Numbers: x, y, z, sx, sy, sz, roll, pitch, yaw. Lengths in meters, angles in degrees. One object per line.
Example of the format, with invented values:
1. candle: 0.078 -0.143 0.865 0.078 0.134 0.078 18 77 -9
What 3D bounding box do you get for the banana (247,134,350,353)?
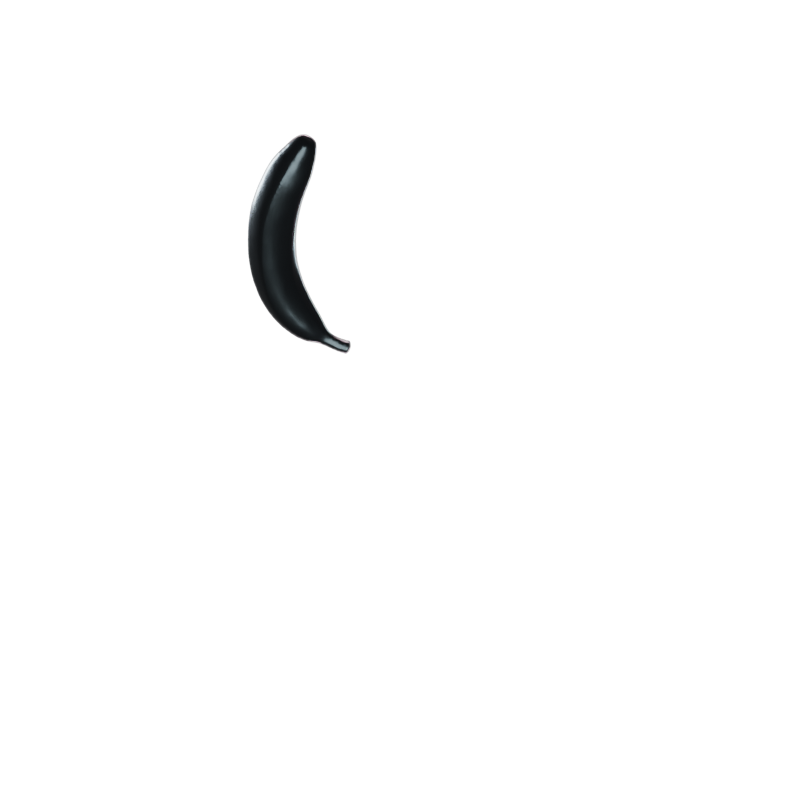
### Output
1. banana: -0.086 -0.118 0.868 0.070 0.184 0.039 -7 35 4
